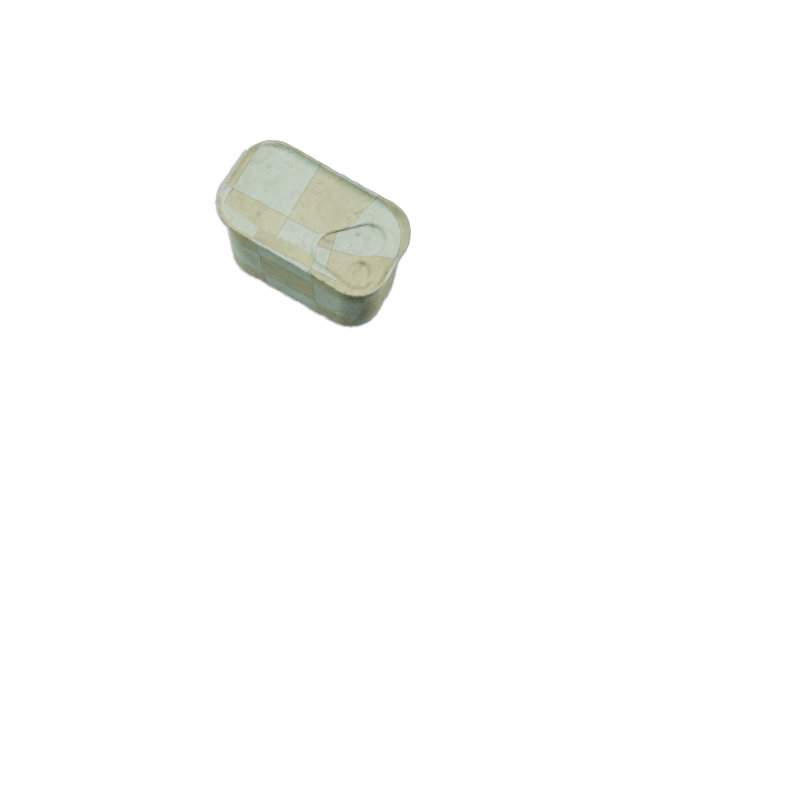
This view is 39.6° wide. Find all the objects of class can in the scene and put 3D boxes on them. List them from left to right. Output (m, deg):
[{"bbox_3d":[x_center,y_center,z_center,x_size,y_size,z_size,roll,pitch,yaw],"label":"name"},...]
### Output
[{"bbox_3d":[-0.049,-0.089,0.622,0.104,0.059,0.081,30,-13,7],"label":"can"}]
